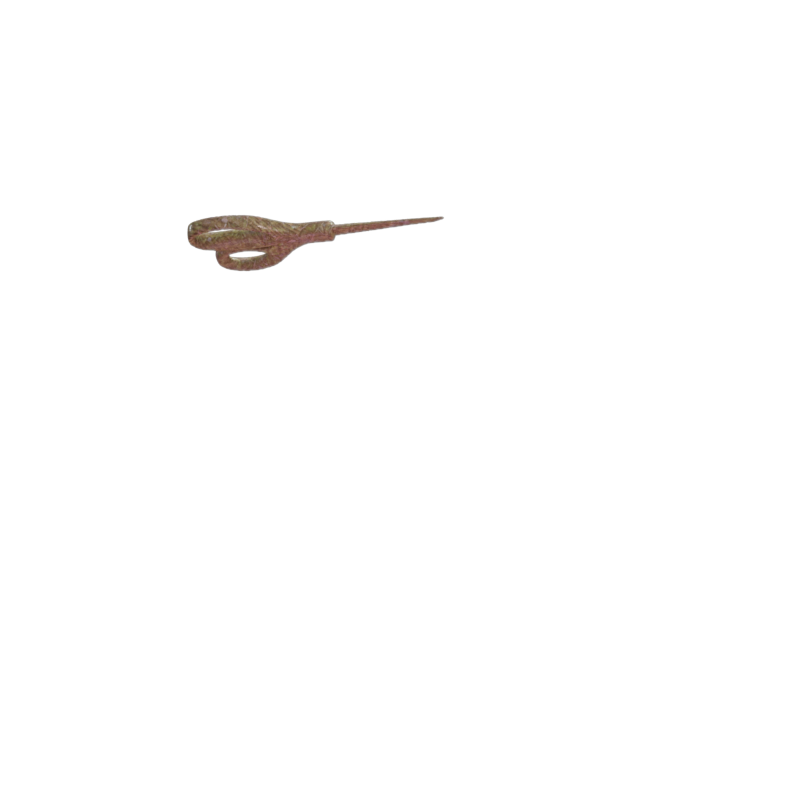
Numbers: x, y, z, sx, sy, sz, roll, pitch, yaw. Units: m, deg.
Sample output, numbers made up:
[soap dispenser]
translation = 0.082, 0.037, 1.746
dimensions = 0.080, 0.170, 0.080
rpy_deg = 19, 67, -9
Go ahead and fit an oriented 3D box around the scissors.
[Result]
[scissors]
translation = -0.070, -0.129, 0.900
dimensions = 0.201, 0.016, 0.092
rpy_deg = 0, -17, -1
